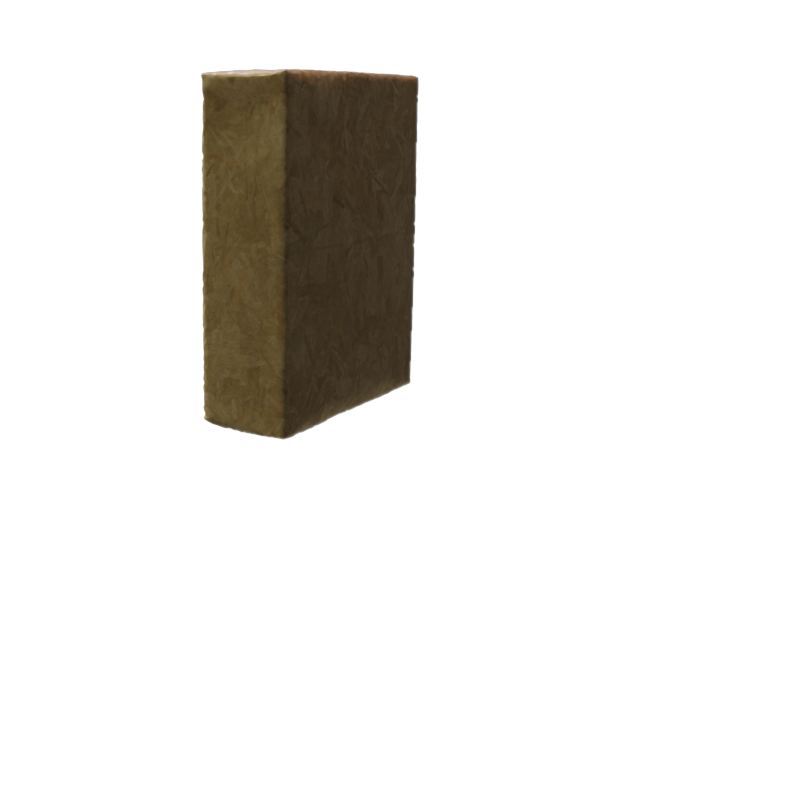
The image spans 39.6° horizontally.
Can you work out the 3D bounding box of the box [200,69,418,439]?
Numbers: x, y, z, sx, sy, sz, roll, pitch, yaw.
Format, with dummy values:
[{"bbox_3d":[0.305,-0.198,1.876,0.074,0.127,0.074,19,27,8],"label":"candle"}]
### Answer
[{"bbox_3d":[-0.055,-0.101,0.707,0.075,0.210,0.161,5,11,28],"label":"box"}]
